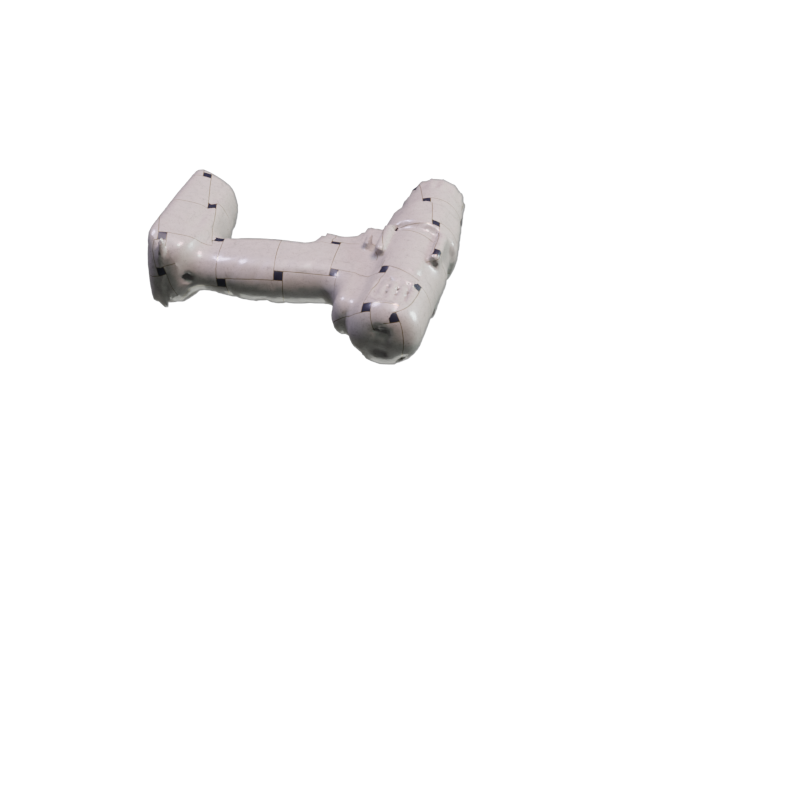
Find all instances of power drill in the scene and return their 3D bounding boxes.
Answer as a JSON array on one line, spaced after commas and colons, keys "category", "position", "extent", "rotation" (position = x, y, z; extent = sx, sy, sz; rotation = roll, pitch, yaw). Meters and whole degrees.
[{"category": "power drill", "position": [-0.057, -0.104, 0.726], "extent": [0.192, 0.054, 0.193], "rotation": [9, 36, 12]}]
